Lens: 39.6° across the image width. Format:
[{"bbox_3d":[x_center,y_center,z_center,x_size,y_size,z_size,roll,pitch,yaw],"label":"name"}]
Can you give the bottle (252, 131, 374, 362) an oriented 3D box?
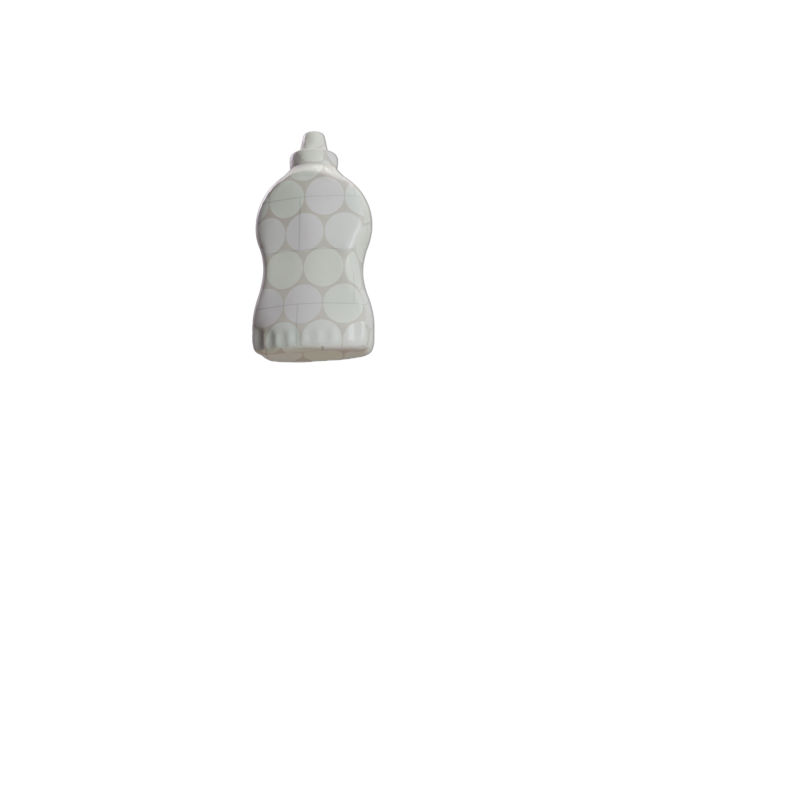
[{"bbox_3d":[-0.071,-0.130,0.911,0.098,0.200,0.055,-6,-17,16],"label":"bottle"}]
